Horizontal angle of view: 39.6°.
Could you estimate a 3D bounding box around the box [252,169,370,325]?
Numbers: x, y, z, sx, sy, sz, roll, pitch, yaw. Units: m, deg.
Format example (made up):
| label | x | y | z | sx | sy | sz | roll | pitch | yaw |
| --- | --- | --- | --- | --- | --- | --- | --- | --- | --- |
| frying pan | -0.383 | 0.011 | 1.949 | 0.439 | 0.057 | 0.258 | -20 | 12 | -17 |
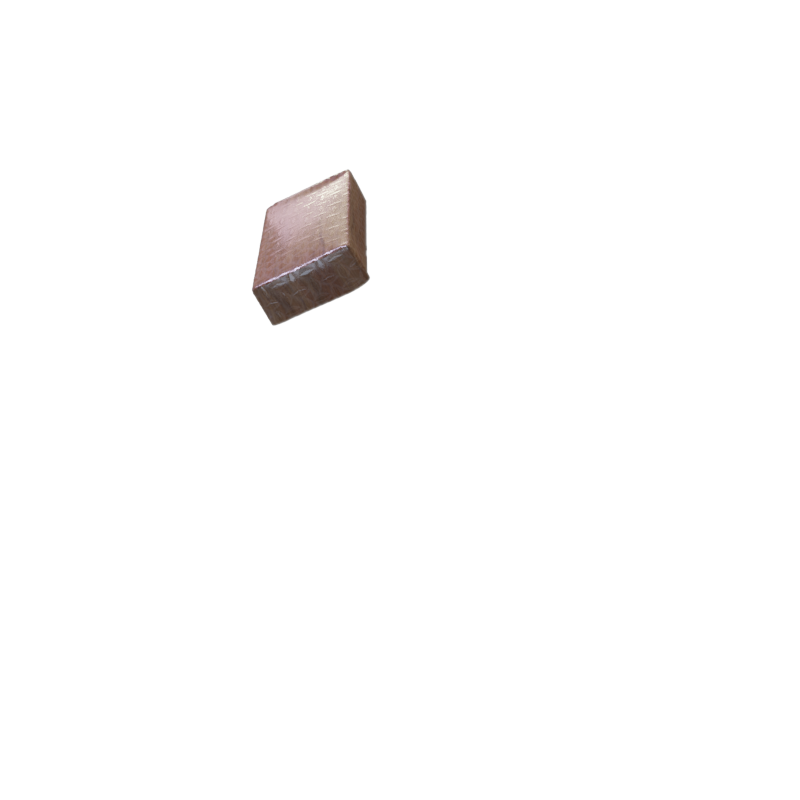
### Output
| label | x | y | z | sx | sy | sz | roll | pitch | yaw |
| --- | --- | --- | --- | --- | --- | --- | --- | --- | --- |
| box | -0.077 | -0.141 | 0.985 | 0.093 | 0.045 | 0.187 | -24 | 31 | 11 |
